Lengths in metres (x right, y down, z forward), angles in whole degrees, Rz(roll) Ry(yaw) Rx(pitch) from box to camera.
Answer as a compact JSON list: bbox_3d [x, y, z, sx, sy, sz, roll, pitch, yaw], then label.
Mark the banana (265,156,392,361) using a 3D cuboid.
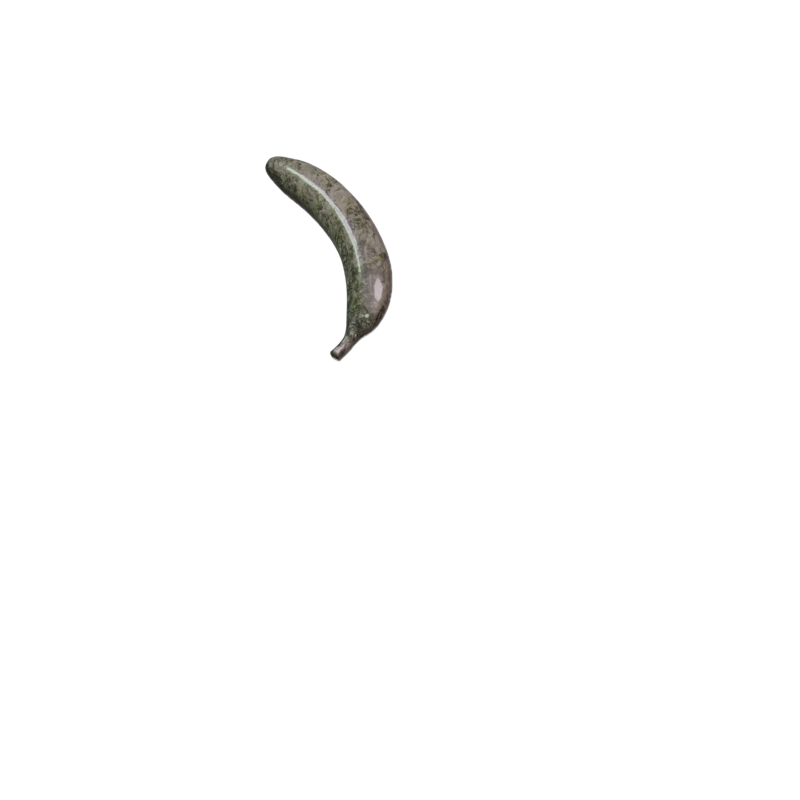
[{"bbox_3d":[-0.051,-0.128,0.890,0.069,0.212,0.034,-15,-31,-10],"label":"banana"}]
